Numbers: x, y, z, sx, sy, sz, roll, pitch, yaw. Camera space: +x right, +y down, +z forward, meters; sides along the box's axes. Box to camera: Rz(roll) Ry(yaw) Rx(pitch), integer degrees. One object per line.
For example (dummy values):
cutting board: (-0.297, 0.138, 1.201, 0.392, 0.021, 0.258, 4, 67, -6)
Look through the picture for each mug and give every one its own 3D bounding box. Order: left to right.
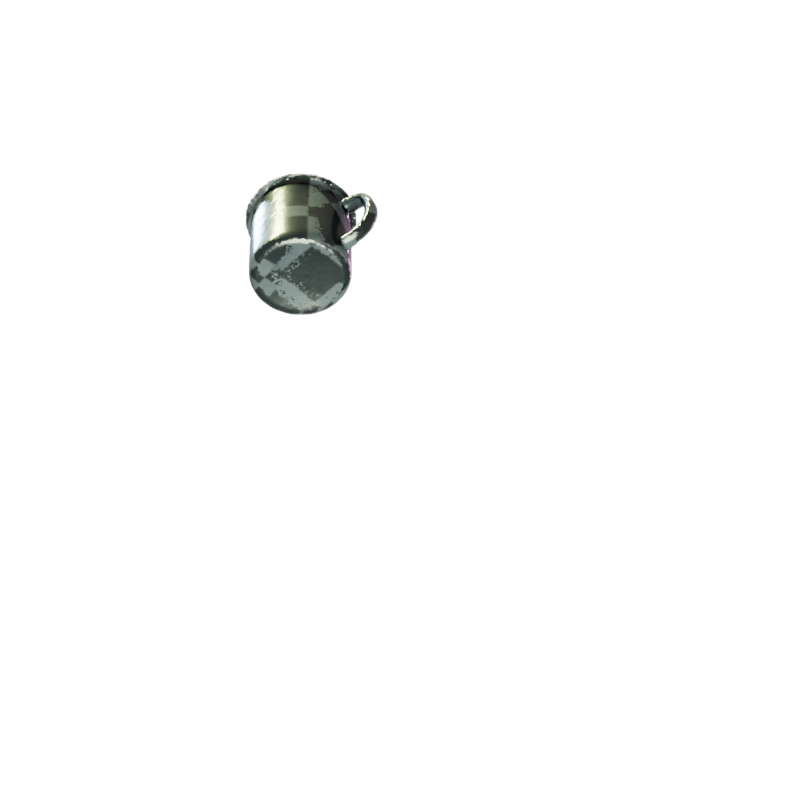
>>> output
mug: (-0.070, -0.128, 0.895, 0.117, 0.087, 0.087, -23, 37, 17)
